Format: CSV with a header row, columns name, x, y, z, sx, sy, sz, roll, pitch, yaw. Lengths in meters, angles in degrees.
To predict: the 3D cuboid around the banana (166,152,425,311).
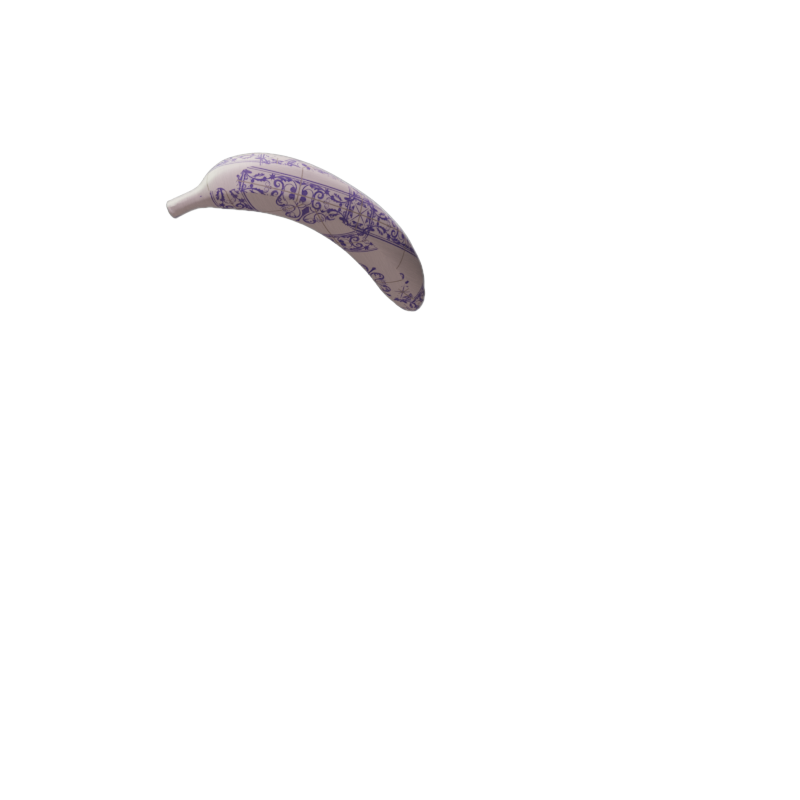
name,x,y,z,sx,sy,sz,roll,pitch,yaw
banana,-0.049,-0.115,0.721,0.188,0.039,0.068,22,-43,-26
